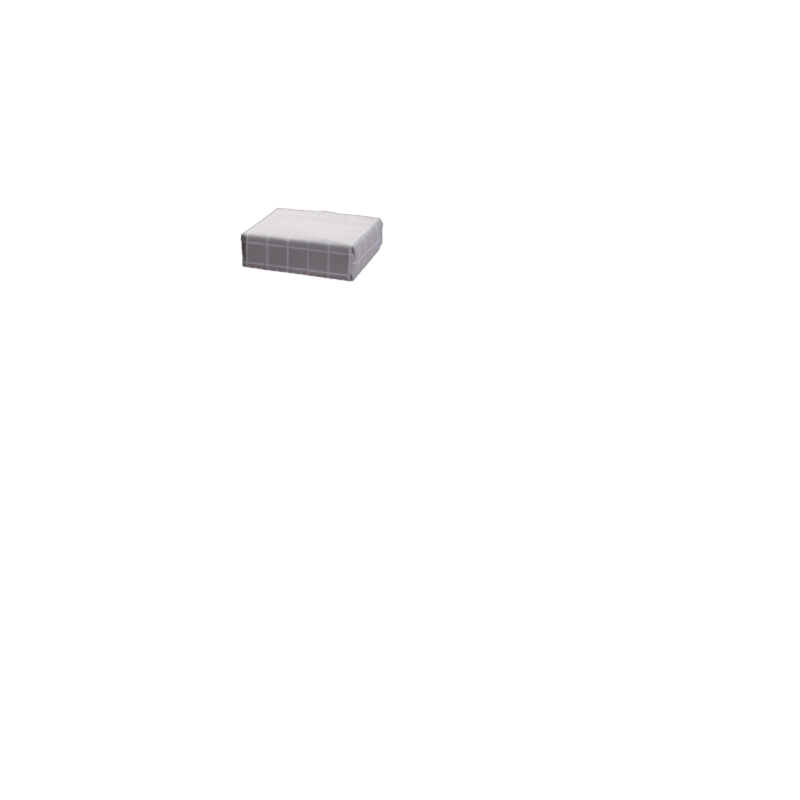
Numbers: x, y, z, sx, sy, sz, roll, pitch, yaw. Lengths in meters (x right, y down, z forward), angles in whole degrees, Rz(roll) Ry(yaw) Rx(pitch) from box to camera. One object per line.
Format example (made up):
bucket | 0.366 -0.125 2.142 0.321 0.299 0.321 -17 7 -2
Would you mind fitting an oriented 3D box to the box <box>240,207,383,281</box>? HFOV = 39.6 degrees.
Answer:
box | -0.065 -0.119 0.832 0.092 0.029 0.075 8 25 16
